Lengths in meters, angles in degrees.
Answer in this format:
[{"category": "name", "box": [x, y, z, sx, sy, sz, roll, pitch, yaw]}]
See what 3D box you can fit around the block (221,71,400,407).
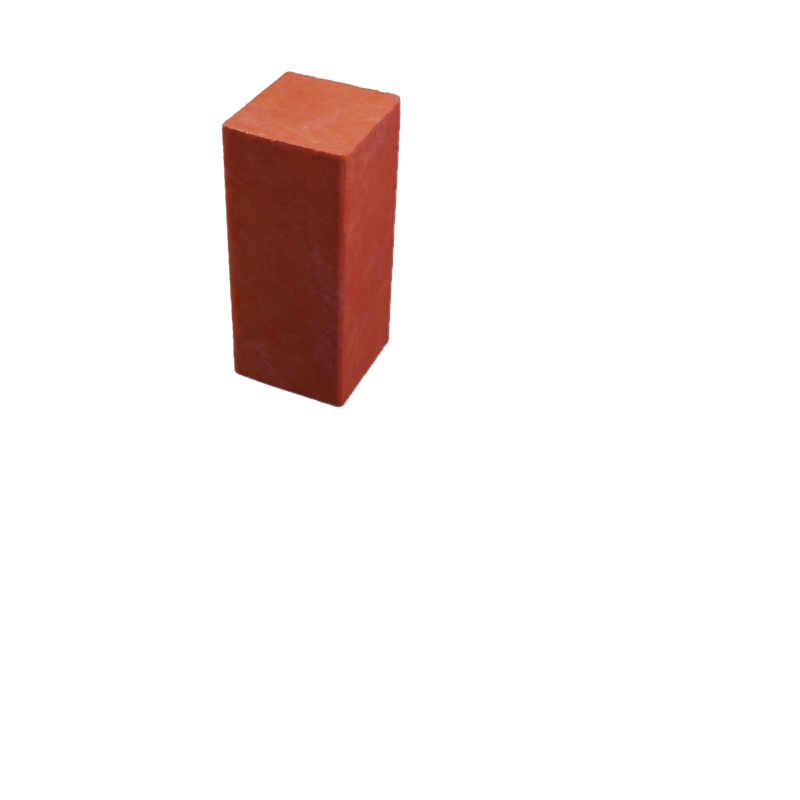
[{"category": "block", "box": [-0.060, -0.110, 0.769, 0.094, 0.193, 0.093, 17, 40, 18]}]
